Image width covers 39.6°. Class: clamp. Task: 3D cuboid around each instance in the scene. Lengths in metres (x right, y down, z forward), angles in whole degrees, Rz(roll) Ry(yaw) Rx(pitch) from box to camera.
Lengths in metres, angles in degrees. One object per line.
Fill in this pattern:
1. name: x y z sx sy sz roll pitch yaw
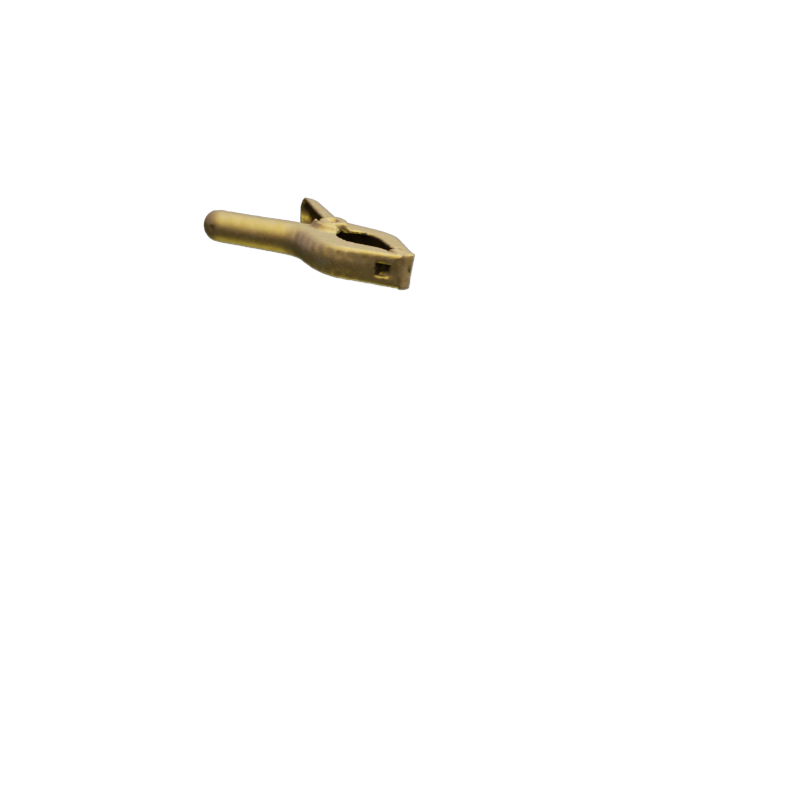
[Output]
1. clamp: -0.067 -0.121 0.850 0.118 0.037 0.183 -18 30 -35
